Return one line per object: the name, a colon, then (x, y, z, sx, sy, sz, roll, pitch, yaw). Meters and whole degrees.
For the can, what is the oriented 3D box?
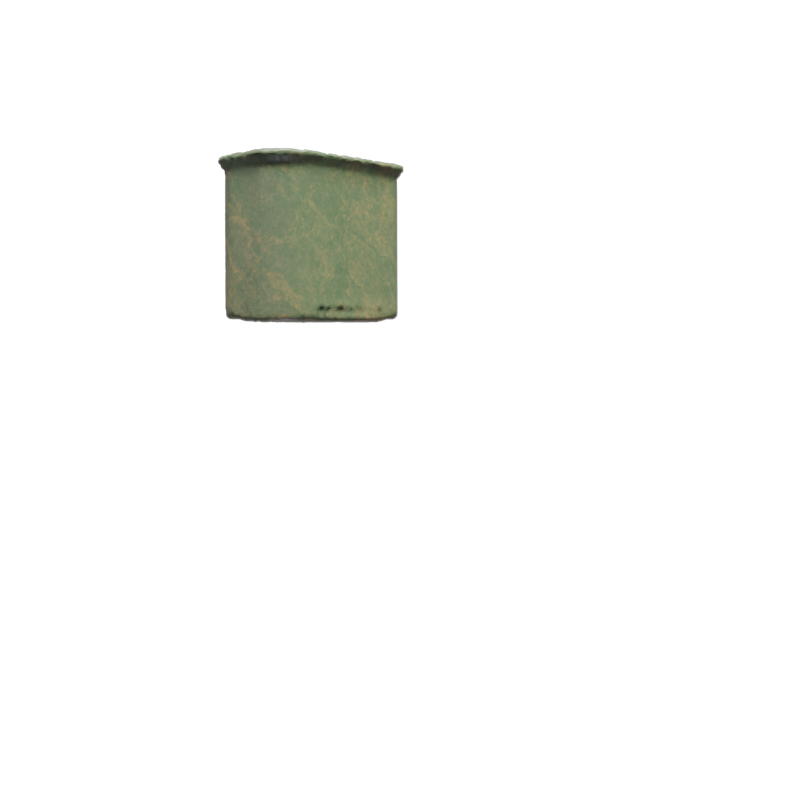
can: (-0.045, -0.082, 0.578, 0.059, 0.084, 0.098, -2, -1, 43)
